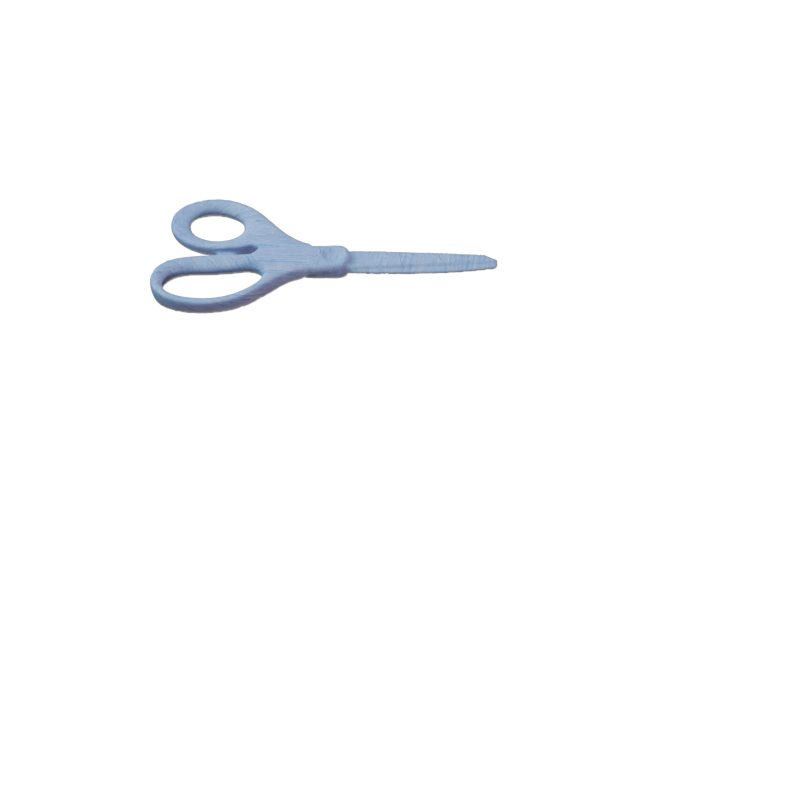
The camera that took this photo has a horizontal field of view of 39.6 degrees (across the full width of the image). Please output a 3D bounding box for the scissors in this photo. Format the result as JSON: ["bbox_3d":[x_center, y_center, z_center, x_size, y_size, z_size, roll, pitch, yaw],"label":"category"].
[{"bbox_3d":[-0.052,-0.096,0.670,0.200,0.104,0.015,-12,-40,-10],"label":"scissors"}]
